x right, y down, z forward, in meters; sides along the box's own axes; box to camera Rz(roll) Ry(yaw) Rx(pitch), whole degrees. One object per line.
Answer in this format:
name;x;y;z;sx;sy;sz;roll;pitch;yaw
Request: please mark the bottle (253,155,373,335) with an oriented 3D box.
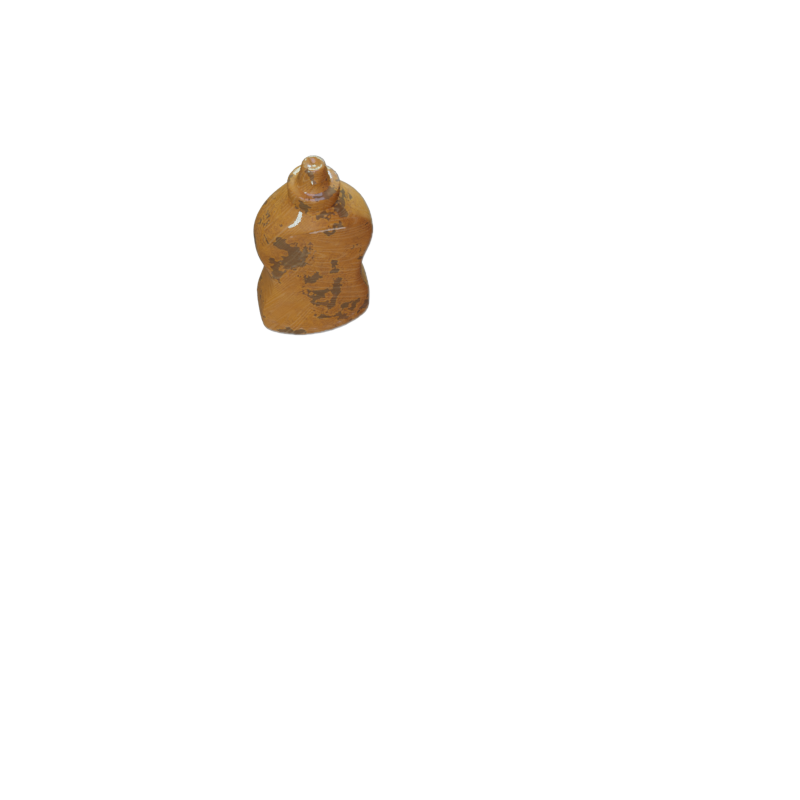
bottle;-0.071;-0.129;0.903;0.095;0.063;0.179;-8;-33;-9
